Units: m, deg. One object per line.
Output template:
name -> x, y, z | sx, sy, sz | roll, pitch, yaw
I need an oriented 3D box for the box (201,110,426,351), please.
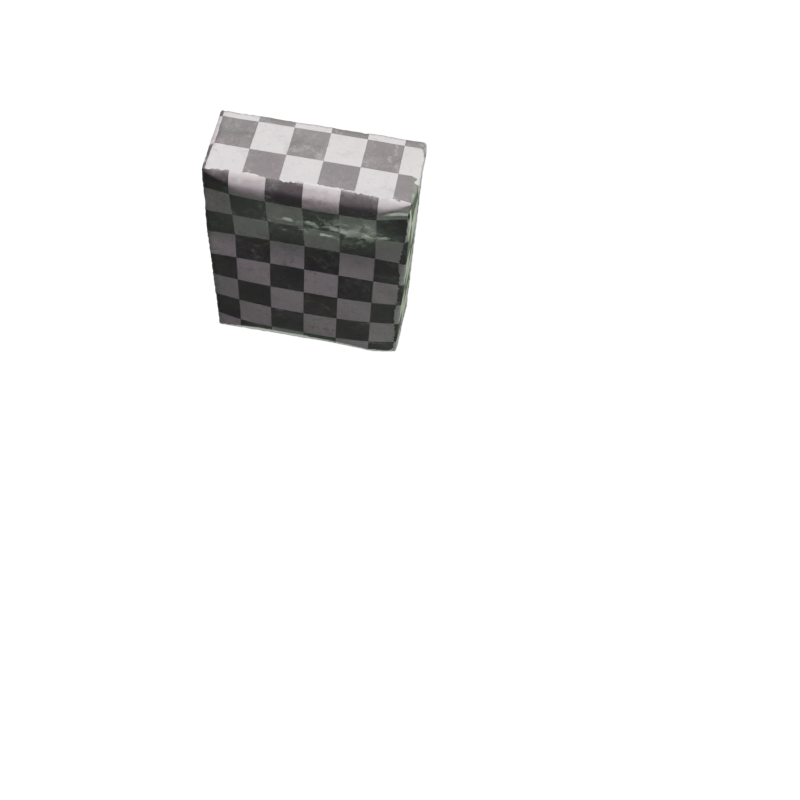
box -> -0.072, -0.130, 0.913 | 0.166, 0.076, 0.200 | 11, -31, 4
